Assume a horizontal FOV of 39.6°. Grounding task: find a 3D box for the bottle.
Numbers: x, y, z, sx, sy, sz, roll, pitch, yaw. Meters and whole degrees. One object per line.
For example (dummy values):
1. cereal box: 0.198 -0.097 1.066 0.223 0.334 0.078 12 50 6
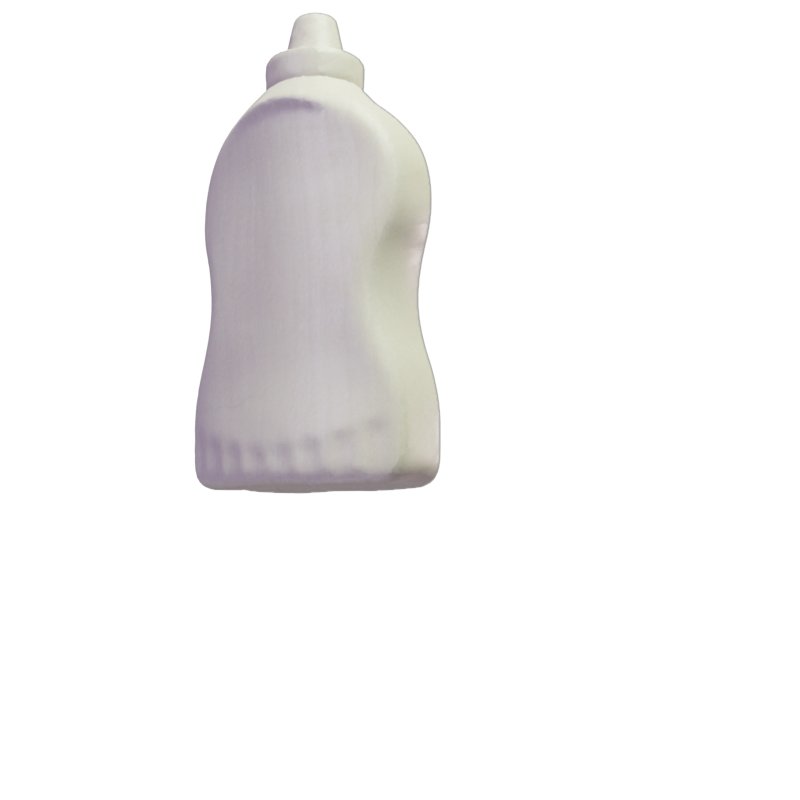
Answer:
1. bottle: -0.034 -0.062 0.438 0.098 0.198 0.055 -10 -16 34
